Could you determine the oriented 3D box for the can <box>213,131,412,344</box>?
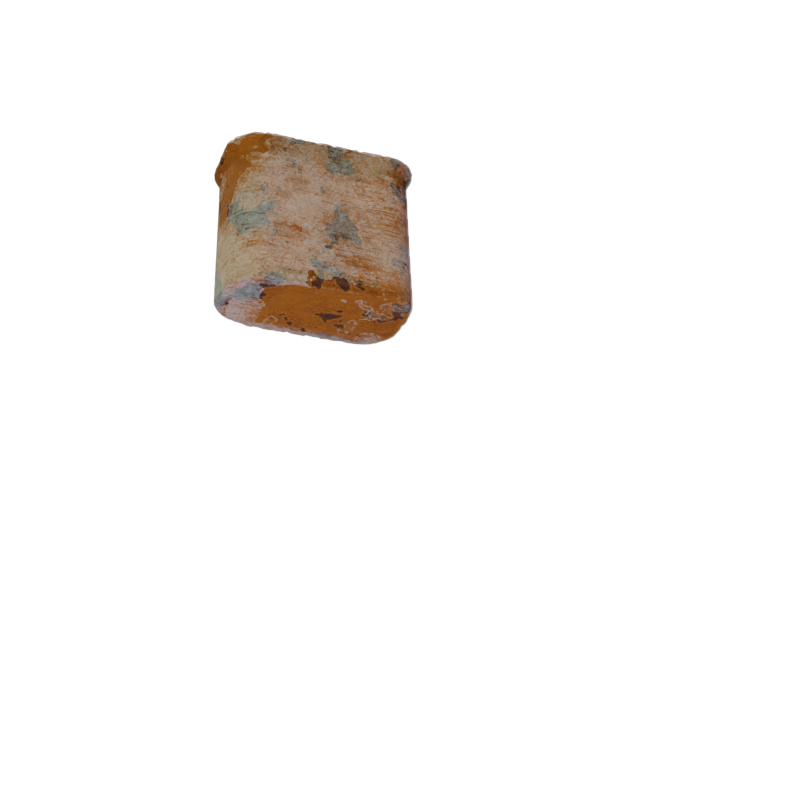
[{"bbox_3d":[-0.044,-0.081,0.566,0.099,0.089,0.055,9,-31,-18],"label":"can"}]
